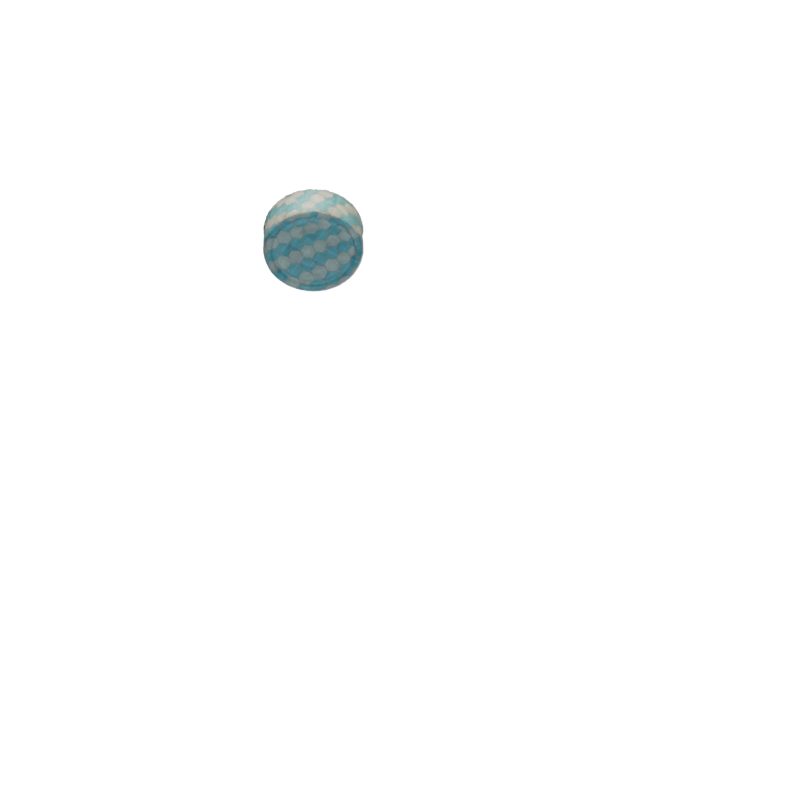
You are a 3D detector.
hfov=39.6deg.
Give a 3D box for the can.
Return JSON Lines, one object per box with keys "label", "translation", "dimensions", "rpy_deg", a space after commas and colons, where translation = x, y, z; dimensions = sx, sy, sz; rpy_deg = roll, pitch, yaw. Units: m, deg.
{"label": "can", "translation": [-0.074, -0.134, 0.940], "dimensions": [0.086, 0.080, 0.036], "rpy_deg": [1, 39, -1]}
